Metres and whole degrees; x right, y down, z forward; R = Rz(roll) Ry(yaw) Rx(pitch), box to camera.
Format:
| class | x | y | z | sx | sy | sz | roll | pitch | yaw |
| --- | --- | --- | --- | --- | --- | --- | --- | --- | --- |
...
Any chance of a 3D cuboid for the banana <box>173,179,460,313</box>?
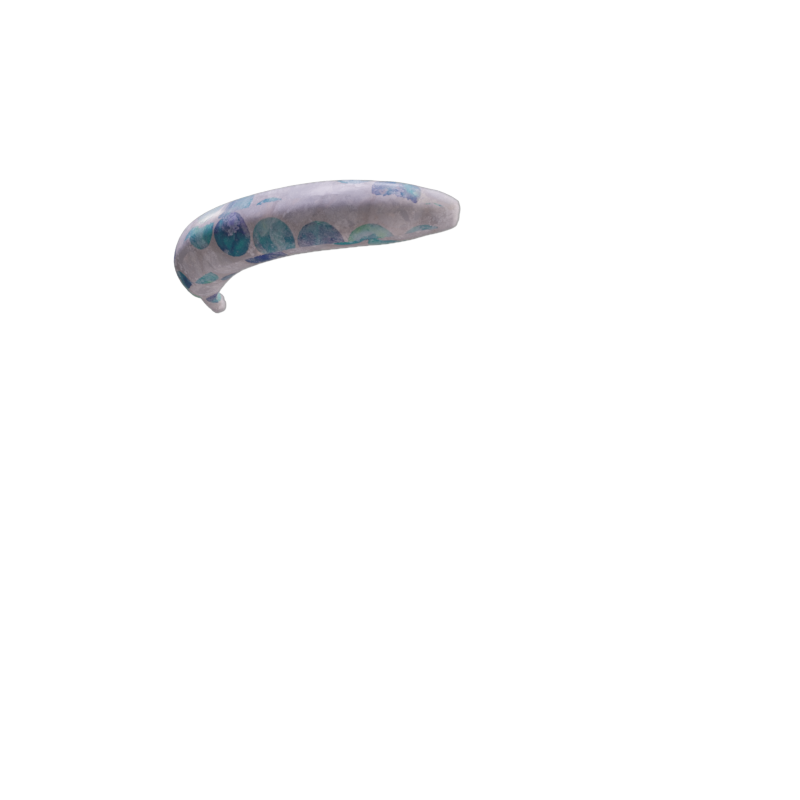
| class | x | y | z | sx | sy | sz | roll | pitch | yaw |
| --- | --- | --- | --- | --- | --- | --- | --- | --- | --- |
| banana | -0.062 | -0.087 | 0.588 | 0.201 | 0.038 | 0.066 | -11 | -17 | 43 |
